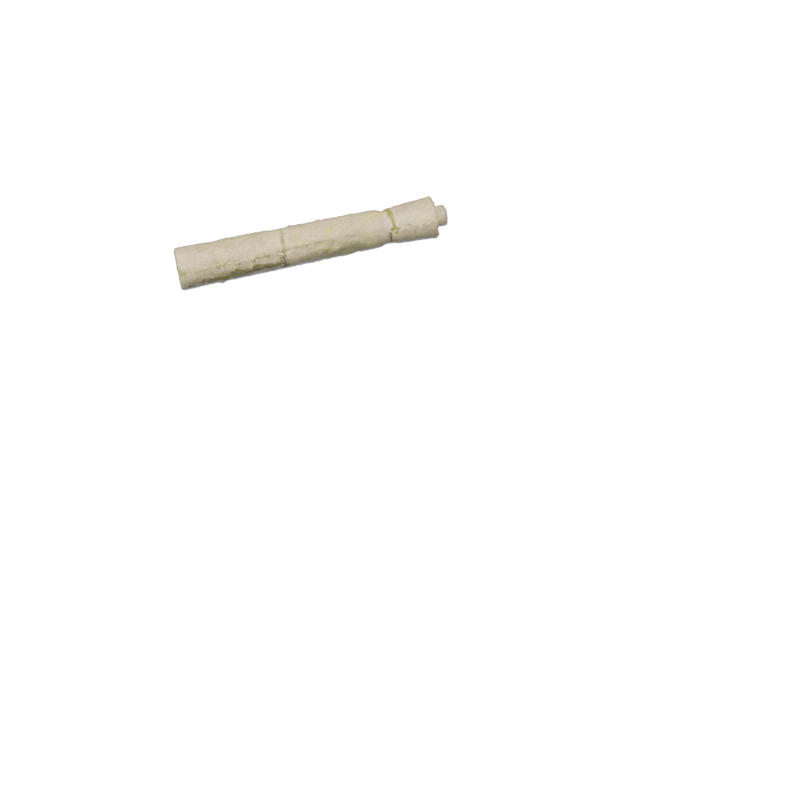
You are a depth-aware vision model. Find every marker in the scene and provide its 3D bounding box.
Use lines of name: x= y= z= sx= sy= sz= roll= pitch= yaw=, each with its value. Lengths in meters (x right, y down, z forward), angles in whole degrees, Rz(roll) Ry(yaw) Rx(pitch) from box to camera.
marker: x=-0.038 y=-0.069 z=0.486 sx=0.120 sy=0.020 sz=0.020 roll=-12 pitch=6 yaw=-7
